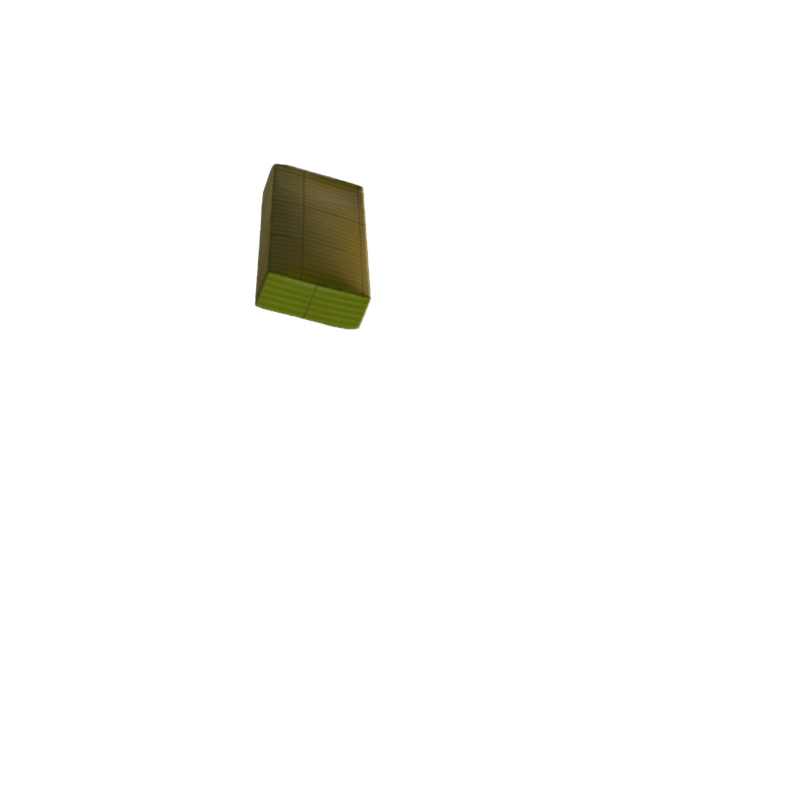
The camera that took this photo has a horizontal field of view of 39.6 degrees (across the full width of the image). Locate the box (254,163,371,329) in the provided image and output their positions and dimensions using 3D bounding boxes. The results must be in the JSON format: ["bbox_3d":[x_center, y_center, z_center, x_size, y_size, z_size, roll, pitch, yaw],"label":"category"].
[{"bbox_3d":[-0.077,-0.141,0.989,0.091,0.046,0.189,12,40,-14],"label":"box"}]
